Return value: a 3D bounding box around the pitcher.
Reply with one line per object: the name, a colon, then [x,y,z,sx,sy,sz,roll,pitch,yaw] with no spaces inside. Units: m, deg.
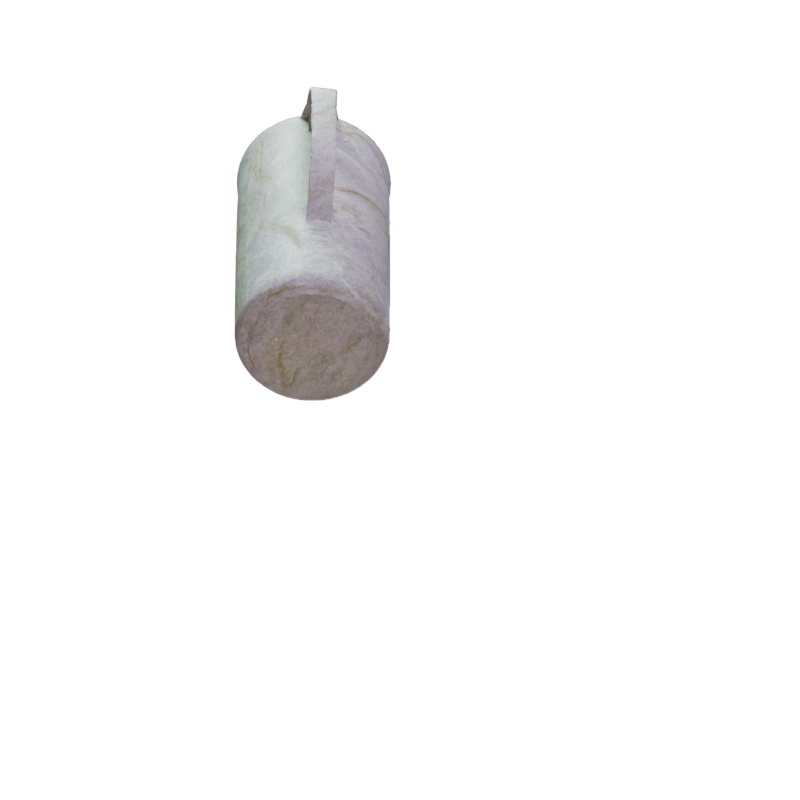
pitcher: [-0.067,-0.122,0.857,0.144,0.140,0.260,-33,31,19]
